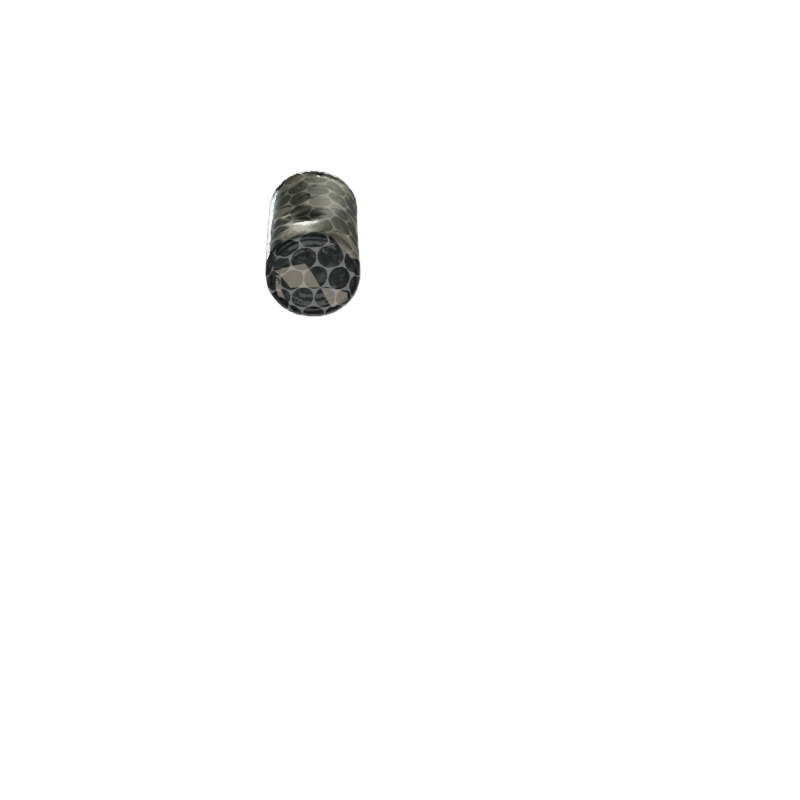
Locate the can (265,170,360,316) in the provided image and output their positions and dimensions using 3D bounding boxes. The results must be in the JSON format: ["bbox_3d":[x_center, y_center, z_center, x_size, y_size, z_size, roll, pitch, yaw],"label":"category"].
[{"bbox_3d":[-0.063,-0.115,0.807,0.068,0.064,0.109,-1,34,-3],"label":"can"}]
